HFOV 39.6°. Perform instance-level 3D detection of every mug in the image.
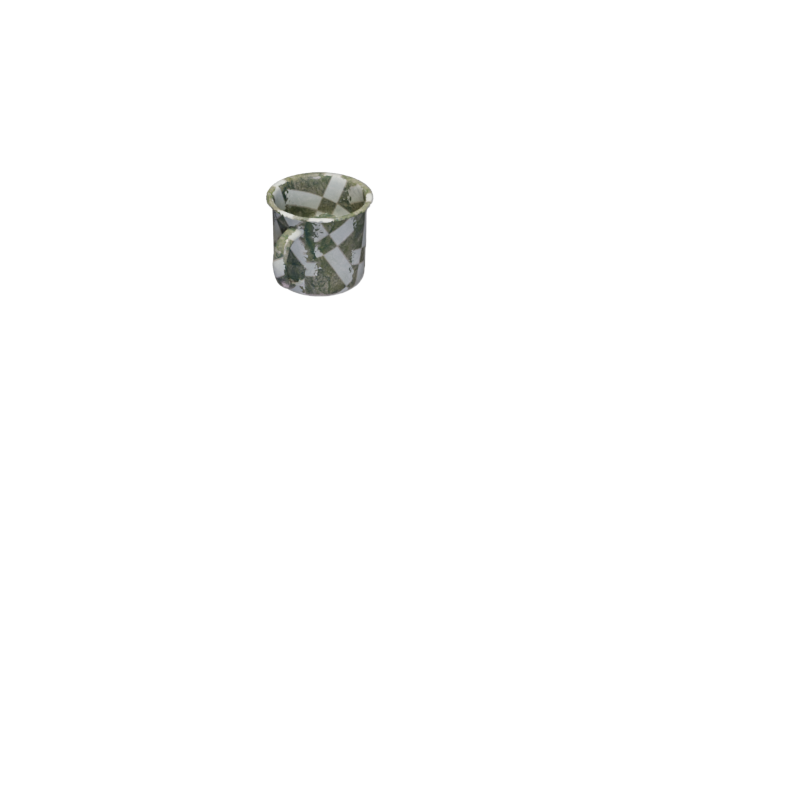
[{"bbox_3d":[-0.076,-0.138,0.968,0.097,0.076,0.120,15,37,20],"label":"mug"}]
